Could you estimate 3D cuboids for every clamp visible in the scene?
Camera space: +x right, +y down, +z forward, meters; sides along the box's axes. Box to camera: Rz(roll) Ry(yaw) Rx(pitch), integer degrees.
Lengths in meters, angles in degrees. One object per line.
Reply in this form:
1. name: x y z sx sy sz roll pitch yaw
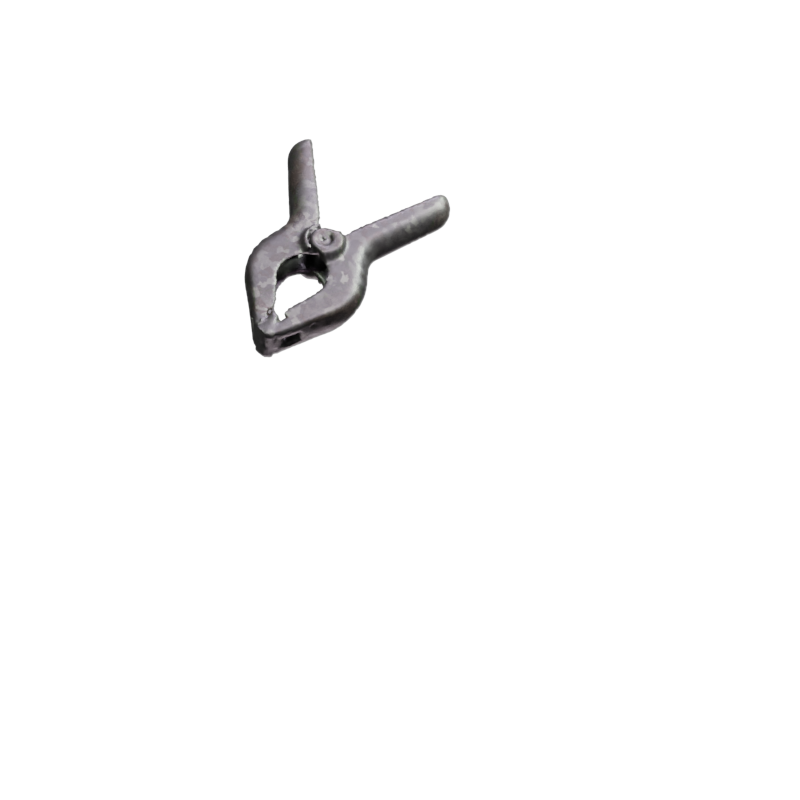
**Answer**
1. clamp: -0.058 -0.105 0.737 0.126 0.036 0.175 27 55 21
